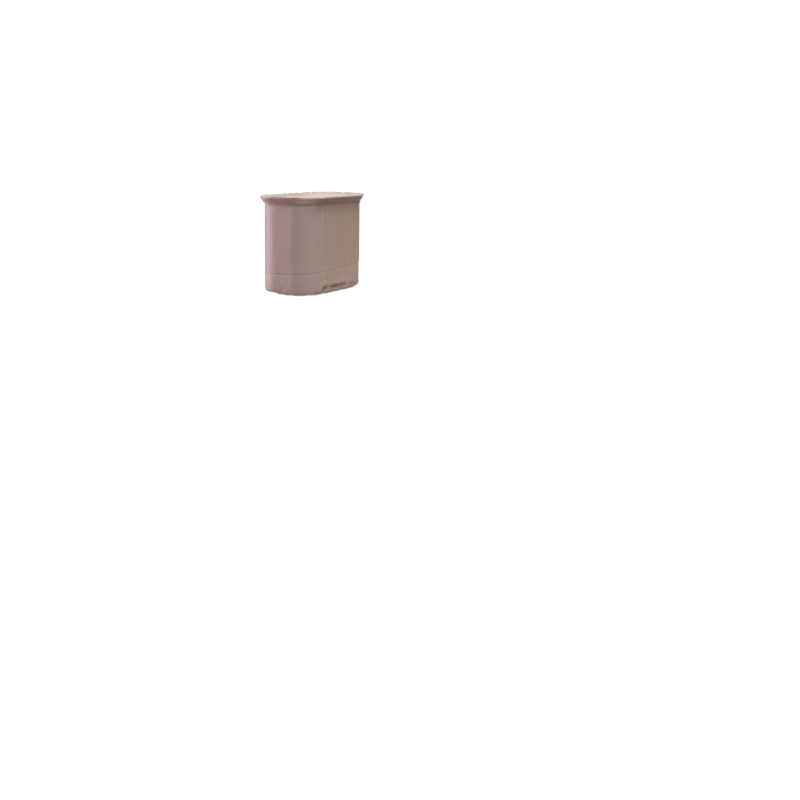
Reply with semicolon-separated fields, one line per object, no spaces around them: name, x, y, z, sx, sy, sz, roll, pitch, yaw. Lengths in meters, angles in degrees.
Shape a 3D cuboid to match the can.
can;-0.076;-0.138;0.966;0.060;0.082;0.100;5;11;30
